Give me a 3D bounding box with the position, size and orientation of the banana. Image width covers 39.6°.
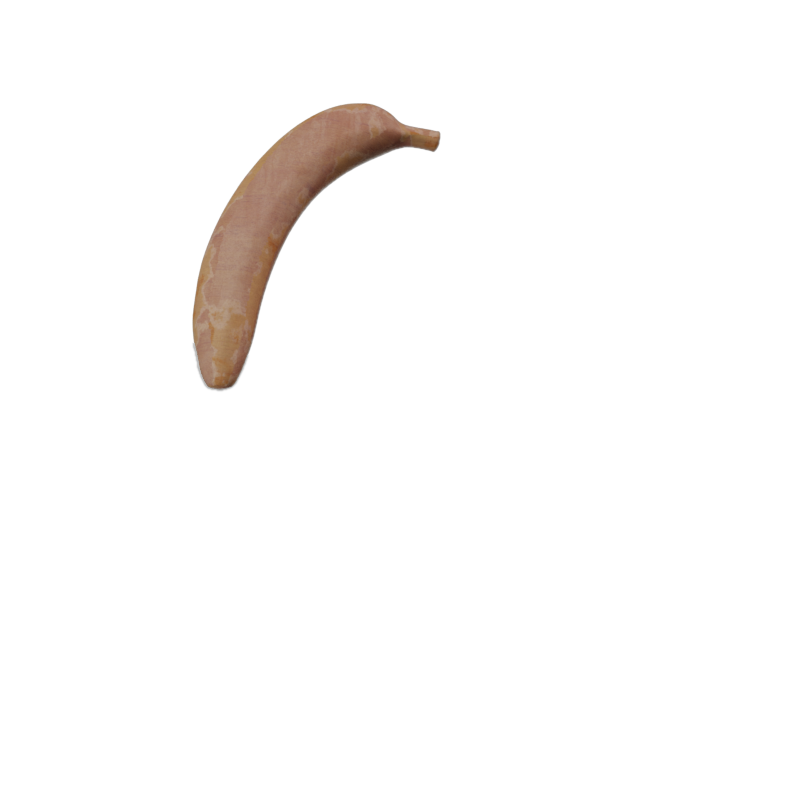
[{"bbox_3d":[-0.059,-0.098,0.596,0.072,0.201,0.035,34,-20,13],"label":"banana"}]
